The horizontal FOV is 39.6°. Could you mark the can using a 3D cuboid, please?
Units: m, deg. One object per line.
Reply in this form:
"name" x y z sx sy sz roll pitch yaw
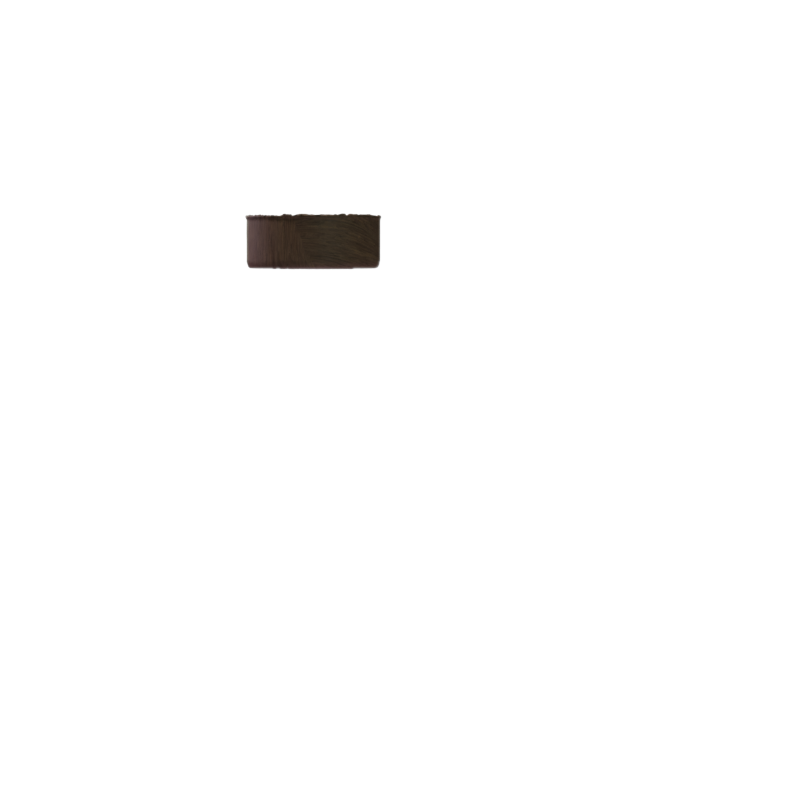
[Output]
"can" -0.055 -0.100 0.701 0.086 0.033 0.087 0 7 -2
